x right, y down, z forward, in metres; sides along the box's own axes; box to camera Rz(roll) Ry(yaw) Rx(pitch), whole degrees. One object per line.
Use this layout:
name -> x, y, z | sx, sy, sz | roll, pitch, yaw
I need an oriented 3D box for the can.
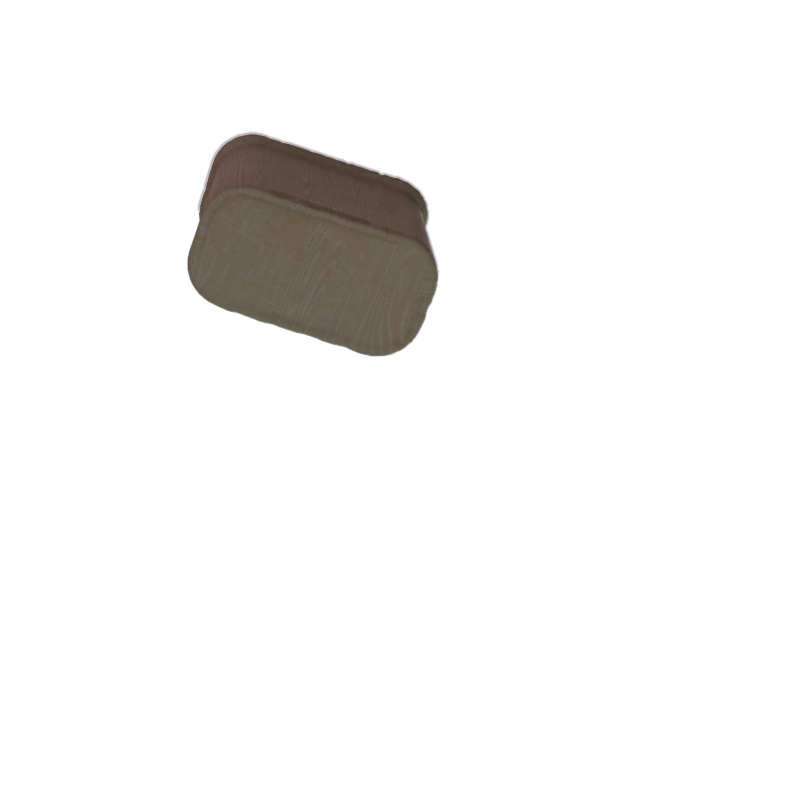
can -> -0.036, -0.067, 0.467 | 0.101, 0.056, 0.088 | 16, 21, -8
